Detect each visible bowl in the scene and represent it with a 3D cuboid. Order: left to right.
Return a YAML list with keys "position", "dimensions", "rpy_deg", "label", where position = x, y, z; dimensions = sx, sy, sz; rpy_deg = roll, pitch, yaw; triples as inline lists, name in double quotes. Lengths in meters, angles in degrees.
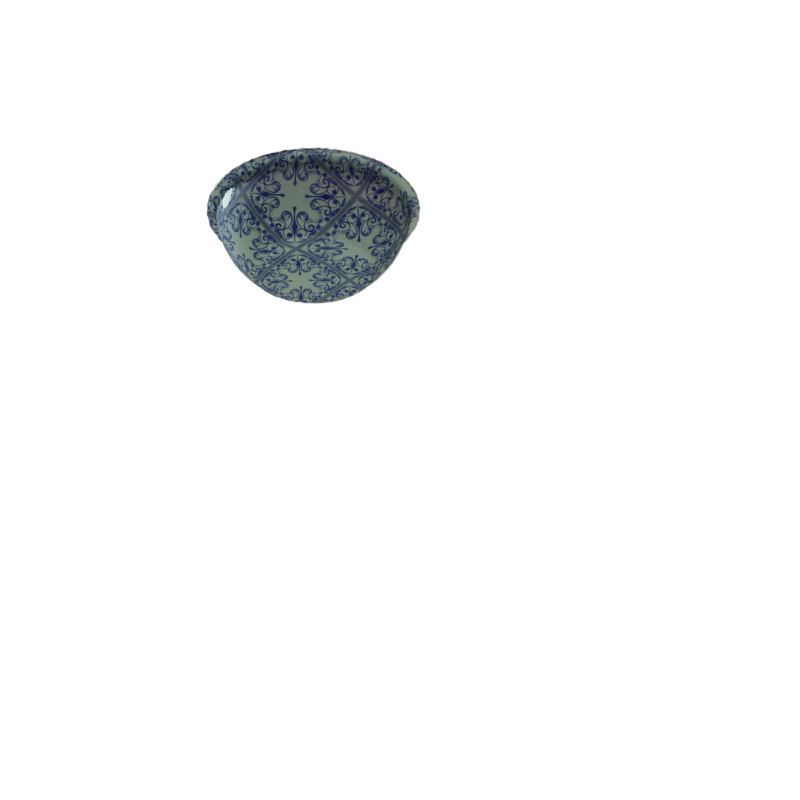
- position: [-0.065, -0.118, 0.827]
  dimensions: [0.162, 0.059, 0.152]
  rpy_deg: [1, -29, -2]
  label: "bowl"
